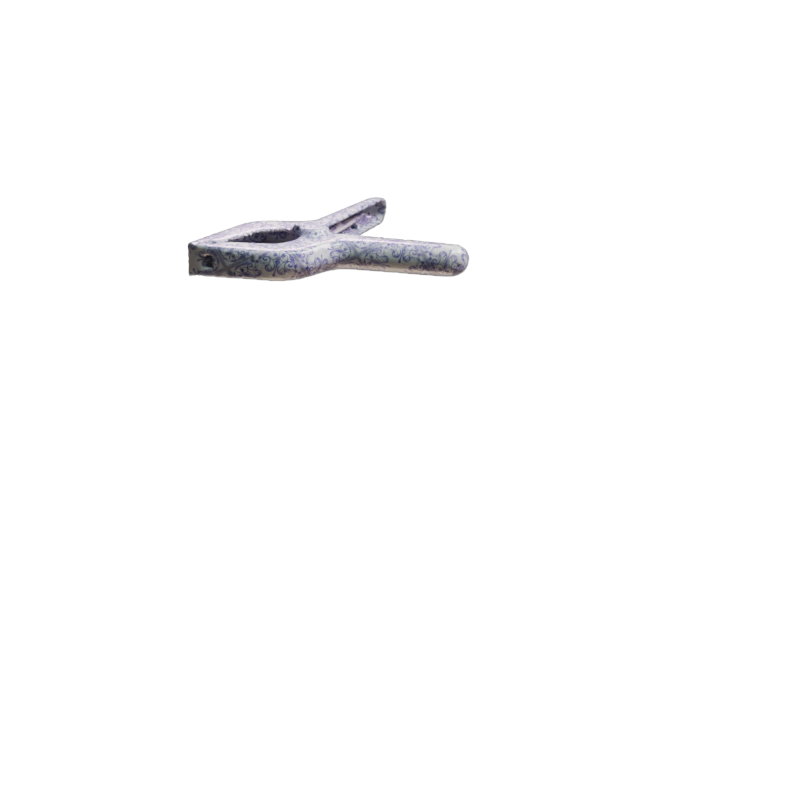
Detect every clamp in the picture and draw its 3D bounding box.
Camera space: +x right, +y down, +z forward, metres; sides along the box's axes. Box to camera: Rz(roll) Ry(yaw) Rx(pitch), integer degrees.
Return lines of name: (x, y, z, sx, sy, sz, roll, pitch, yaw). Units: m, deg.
clamp: (-0.070, -0.129, 0.900, 0.207, 0.035, 0.175, -7, 25, -15)
